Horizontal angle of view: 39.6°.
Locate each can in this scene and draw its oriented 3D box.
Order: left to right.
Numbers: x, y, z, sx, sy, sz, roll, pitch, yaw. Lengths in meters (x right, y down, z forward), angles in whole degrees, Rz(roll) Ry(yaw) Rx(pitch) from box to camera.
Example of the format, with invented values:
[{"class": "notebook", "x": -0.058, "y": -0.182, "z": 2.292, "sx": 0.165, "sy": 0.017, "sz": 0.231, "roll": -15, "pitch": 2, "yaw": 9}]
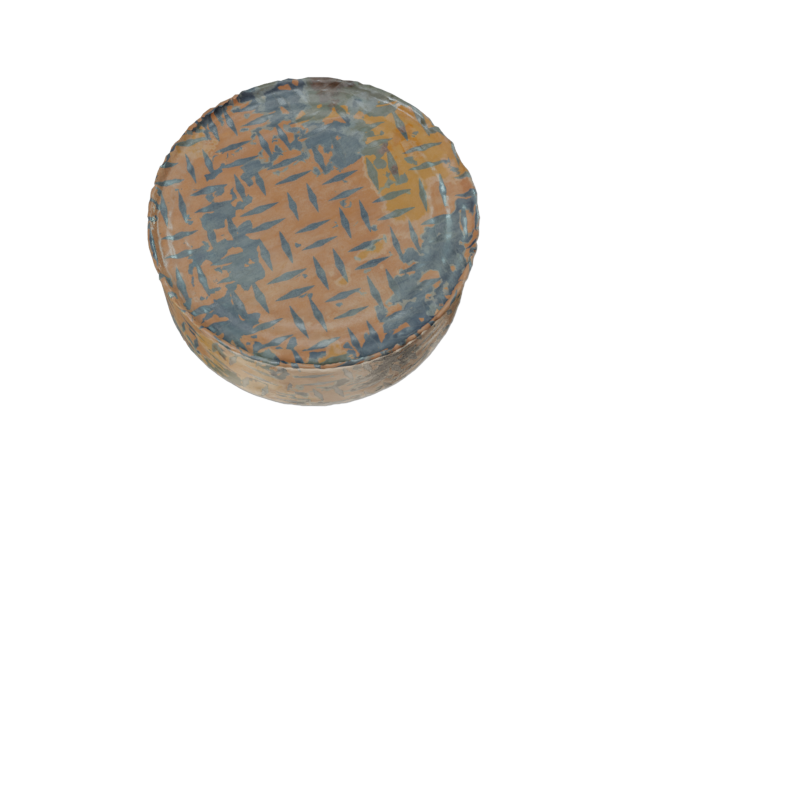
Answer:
[{"class": "can", "x": -0.023, "y": -0.043, "z": 0.300, "sx": 0.086, "sy": 0.091, "sz": 0.032, "roll": -1, "pitch": -26, "yaw": -1}]
